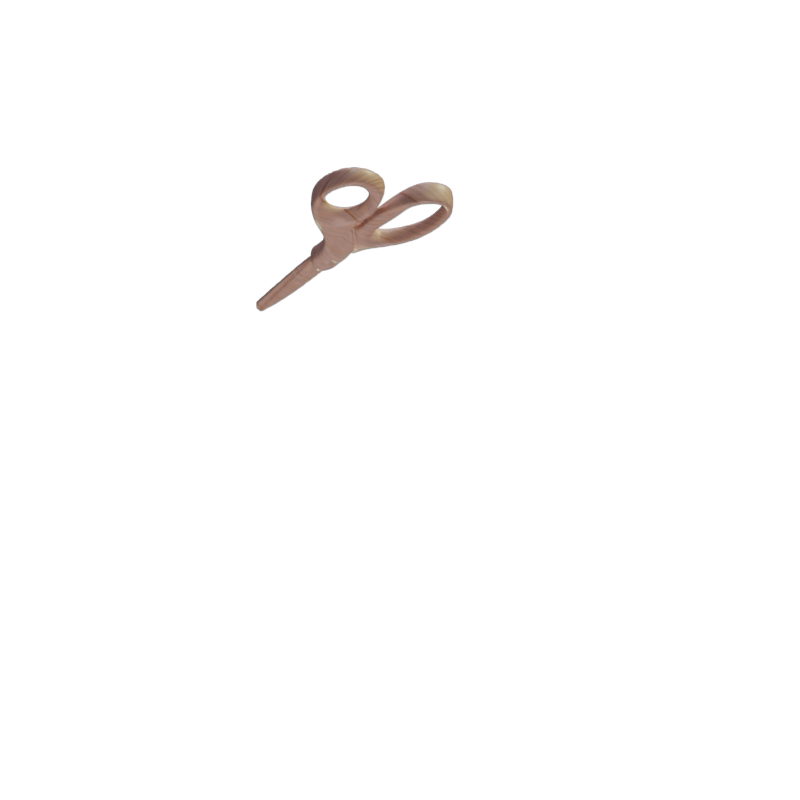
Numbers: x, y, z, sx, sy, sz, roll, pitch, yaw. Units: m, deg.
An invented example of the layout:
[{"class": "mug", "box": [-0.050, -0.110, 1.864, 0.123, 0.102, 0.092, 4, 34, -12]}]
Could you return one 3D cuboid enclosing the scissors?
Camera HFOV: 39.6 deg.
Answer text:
[{"class": "scissors", "box": [-0.057, -0.104, 0.731, 0.203, 0.017, 0.090, -19, -29, 37]}]
